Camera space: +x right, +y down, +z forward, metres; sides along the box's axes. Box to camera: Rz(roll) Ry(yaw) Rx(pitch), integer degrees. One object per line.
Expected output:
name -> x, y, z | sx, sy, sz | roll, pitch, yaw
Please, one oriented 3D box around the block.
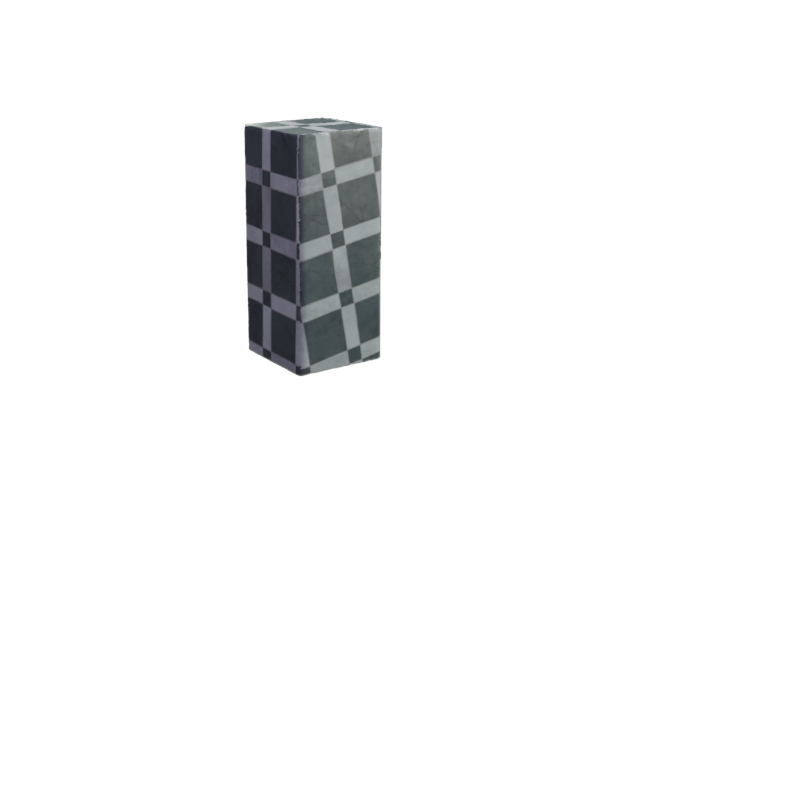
block -> -0.077, -0.139, 0.974 | 0.088, 0.199, 0.096 | -10, 18, -35
